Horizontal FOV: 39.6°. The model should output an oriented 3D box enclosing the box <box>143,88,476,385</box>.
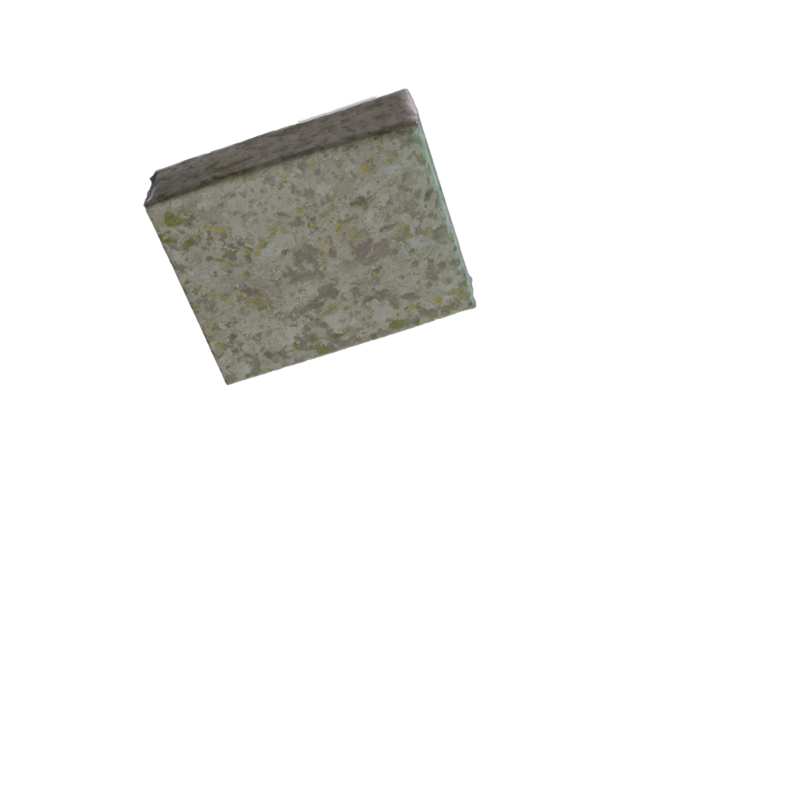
[{"bbox_3d":[-0.035,-0.065,0.452,0.114,0.084,0.041,-15,30,8],"label":"box"}]
